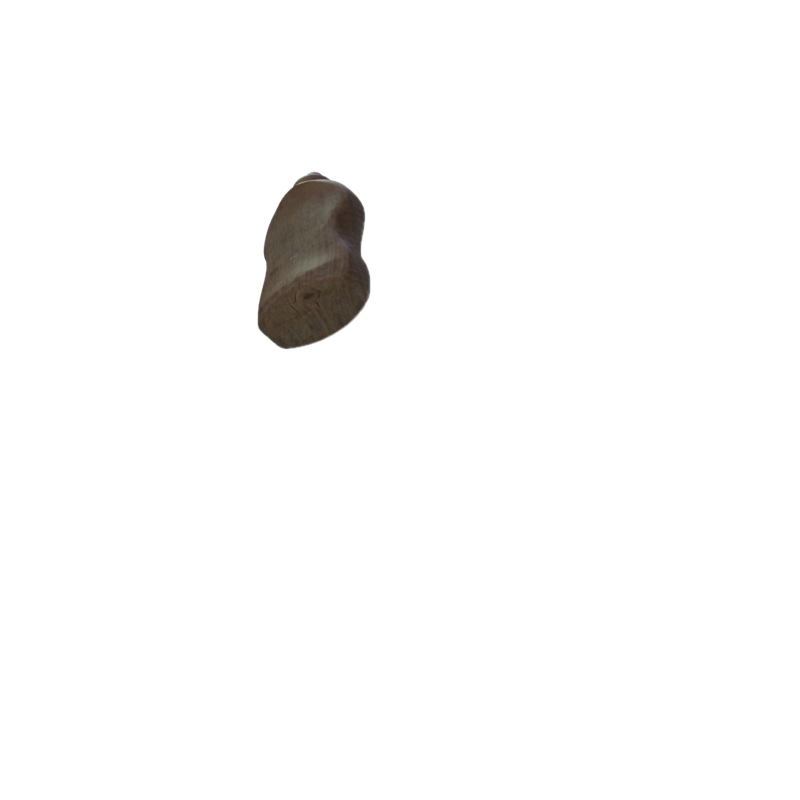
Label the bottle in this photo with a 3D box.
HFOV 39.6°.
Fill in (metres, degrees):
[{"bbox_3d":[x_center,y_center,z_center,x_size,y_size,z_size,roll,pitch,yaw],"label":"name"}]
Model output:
[{"bbox_3d":[-0.074,-0.135,0.950,0.096,0.206,0.055,-32,-53,23],"label":"bottle"}]
